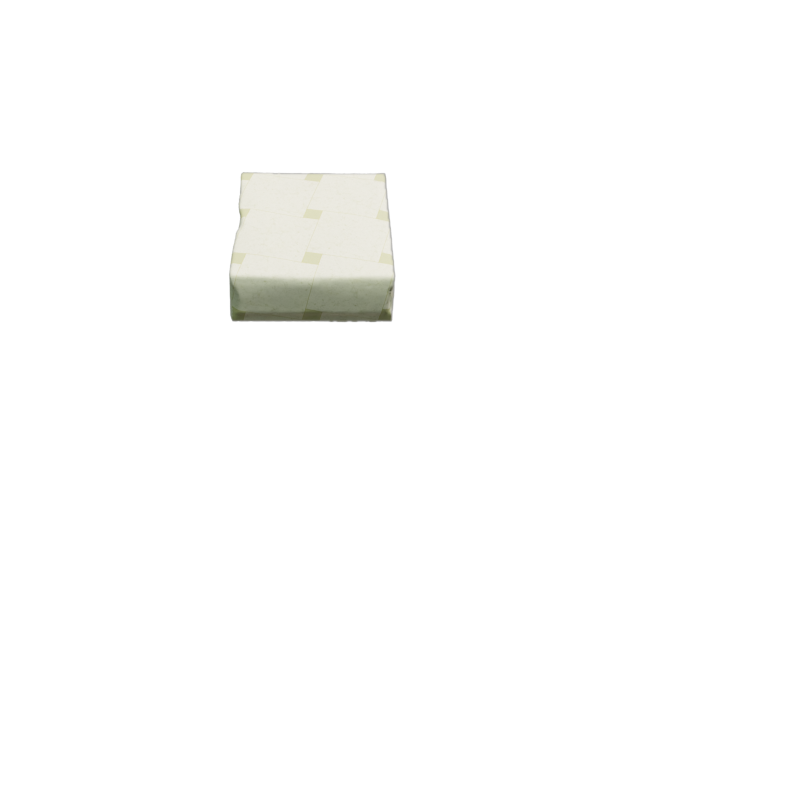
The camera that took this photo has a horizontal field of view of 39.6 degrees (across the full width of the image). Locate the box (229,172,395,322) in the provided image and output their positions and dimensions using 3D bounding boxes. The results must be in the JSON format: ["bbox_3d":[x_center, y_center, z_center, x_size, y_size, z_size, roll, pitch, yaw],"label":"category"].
[{"bbox_3d":[-0.041,-0.075,0.523,0.073,0.028,0.096,0,40,-1],"label":"box"}]
